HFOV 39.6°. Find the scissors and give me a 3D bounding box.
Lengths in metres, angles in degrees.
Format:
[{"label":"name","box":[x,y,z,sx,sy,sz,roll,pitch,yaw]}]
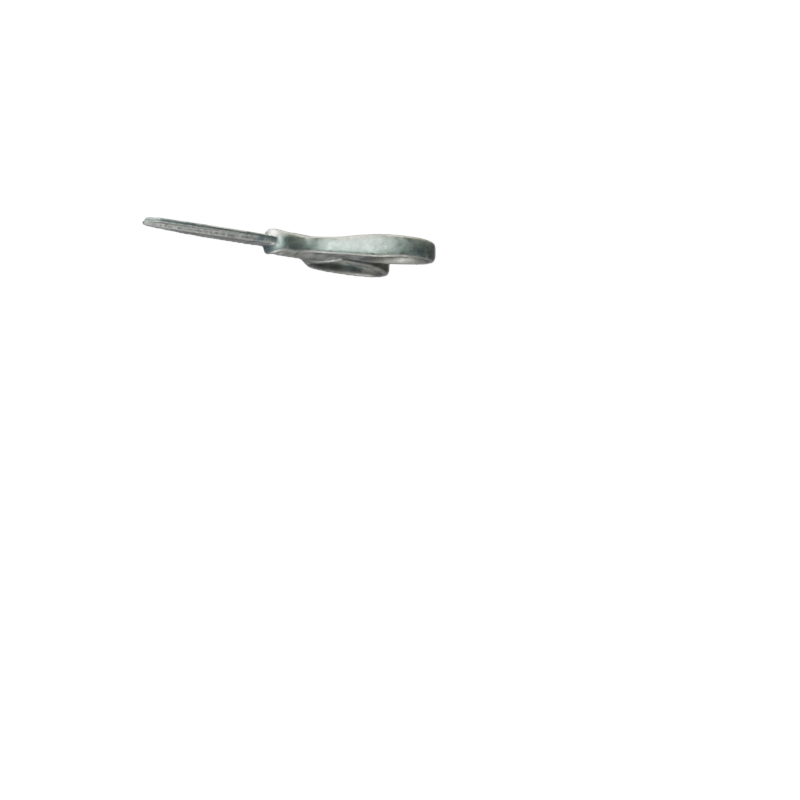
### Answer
[{"label":"scissors","box":[-0.053,-0.096,0.671,0.099,0.016,0.192,-2,-4,31]}]
